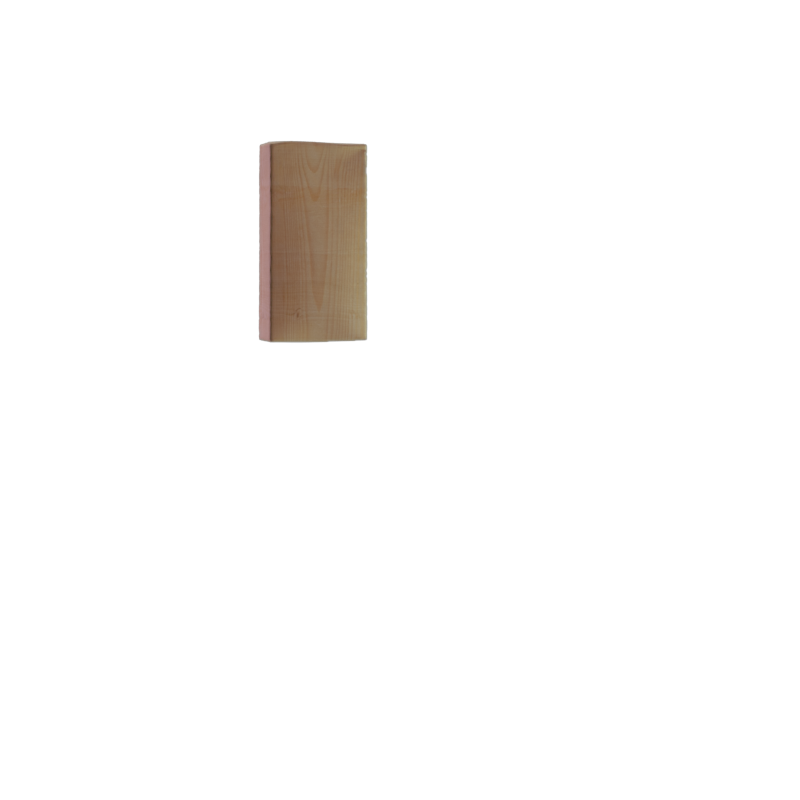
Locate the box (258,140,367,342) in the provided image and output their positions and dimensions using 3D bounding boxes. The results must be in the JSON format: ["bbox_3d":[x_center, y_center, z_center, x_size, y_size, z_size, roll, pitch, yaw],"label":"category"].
[{"bbox_3d":[-0.077,-0.141,0.987,0.091,0.176,0.049,-1,2,-19],"label":"box"}]
